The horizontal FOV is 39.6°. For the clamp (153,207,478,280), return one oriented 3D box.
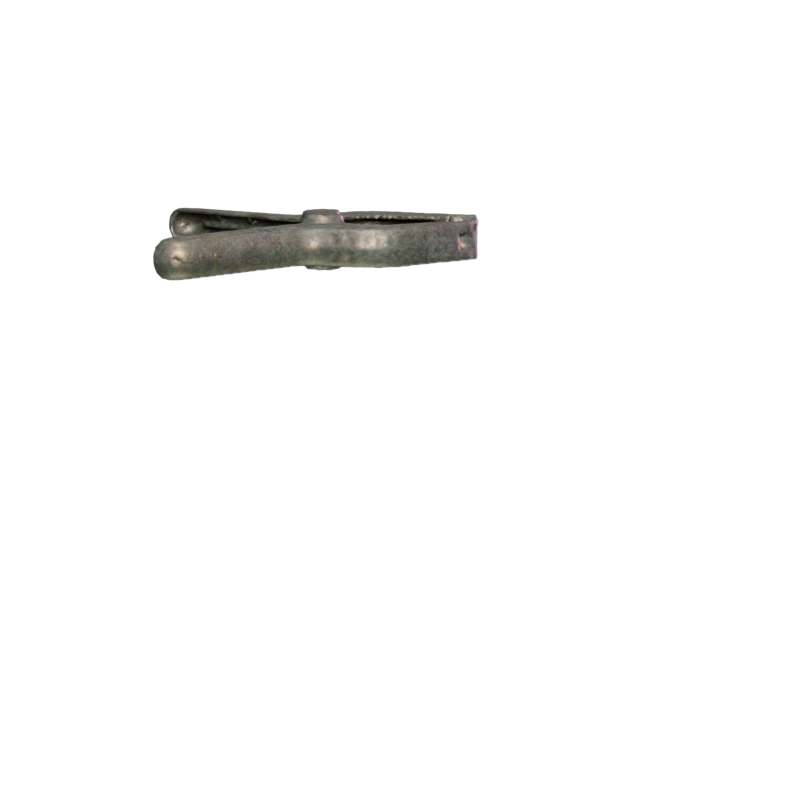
[{"bbox_3d":[-0.055,-0.100,0.699,0.210,0.035,0.169,0,17,1],"label":"clamp"}]
